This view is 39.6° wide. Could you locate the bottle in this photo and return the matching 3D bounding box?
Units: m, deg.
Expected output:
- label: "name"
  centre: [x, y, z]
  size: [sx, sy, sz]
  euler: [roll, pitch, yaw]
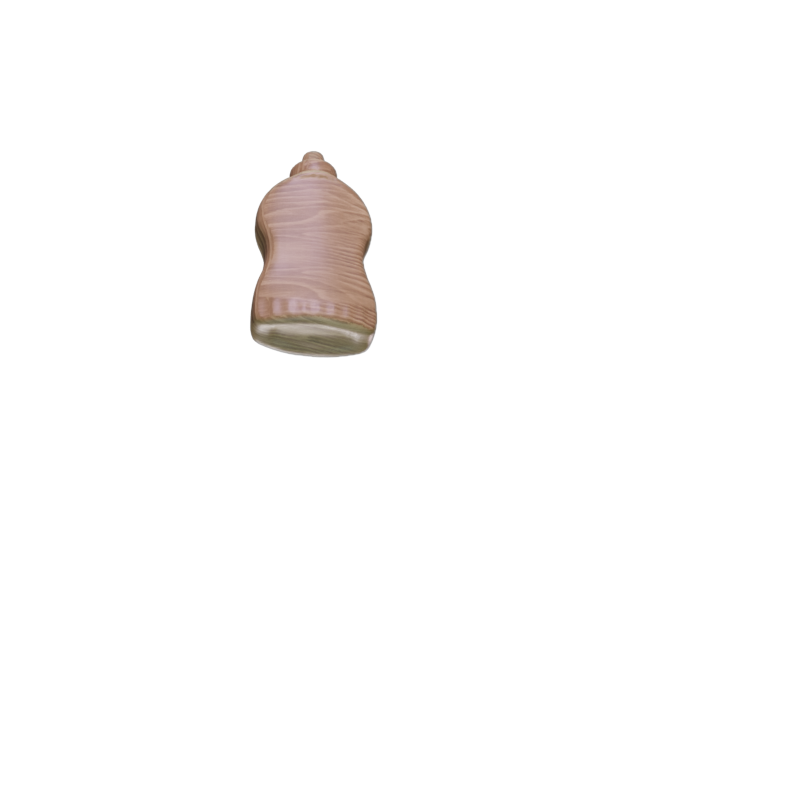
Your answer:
- label: "bottle"
  centre: [-0.071, -0.128, 0.901]
  size: [0.095, 0.205, 0.055]
  euler: [3, -37, -8]
